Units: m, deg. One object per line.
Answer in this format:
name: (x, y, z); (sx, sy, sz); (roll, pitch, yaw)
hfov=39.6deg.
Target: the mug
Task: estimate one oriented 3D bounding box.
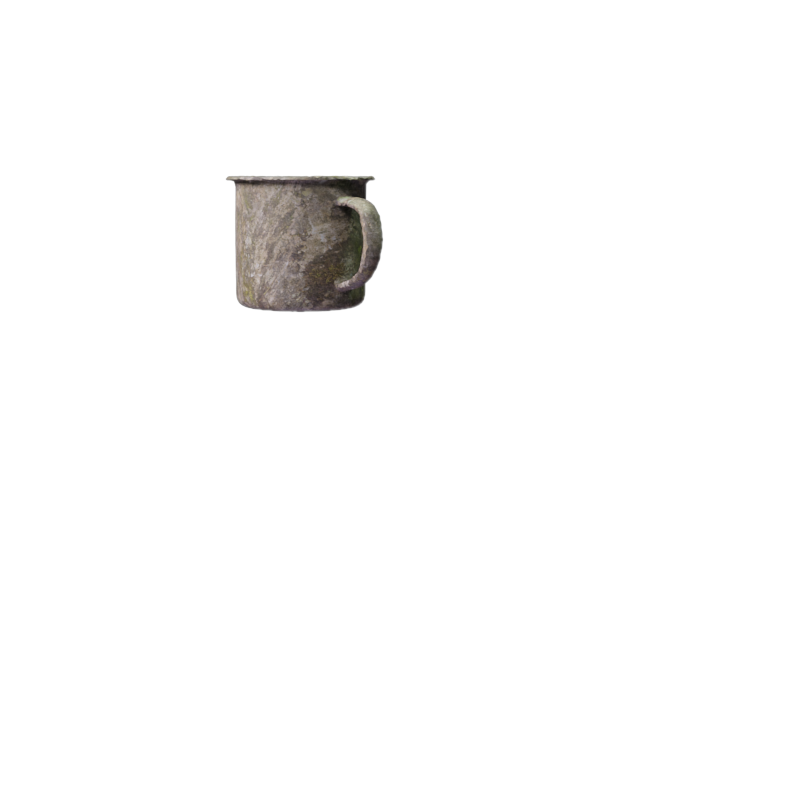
mug: (-0.054, -0.098, 0.687); (0.090, 0.080, 0.123); (-7, 11, -44)
